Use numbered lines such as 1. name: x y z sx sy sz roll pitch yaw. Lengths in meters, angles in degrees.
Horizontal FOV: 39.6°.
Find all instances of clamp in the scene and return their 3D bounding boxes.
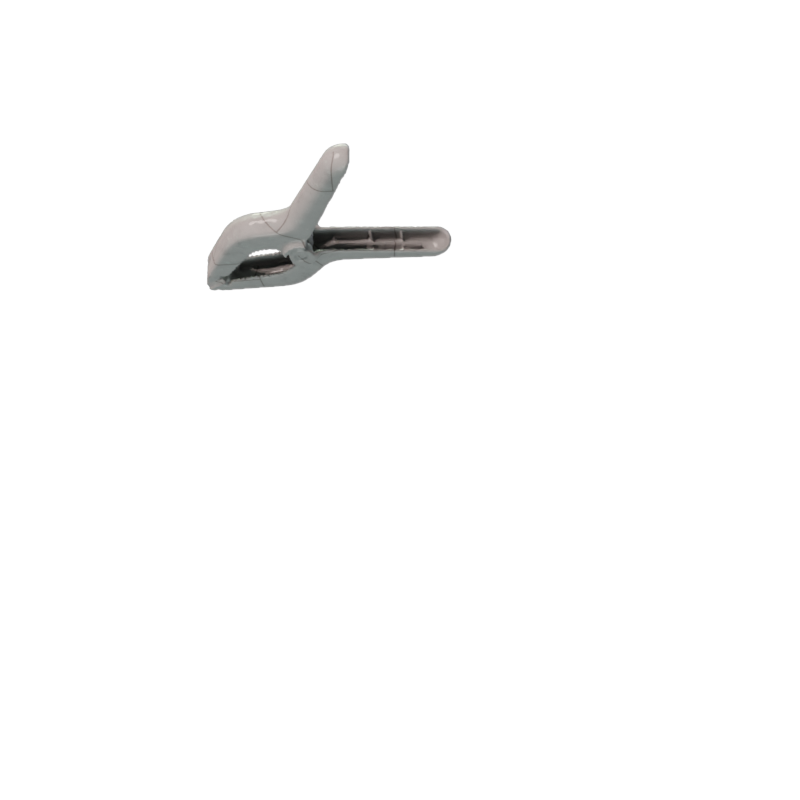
1. clamp: -0.073 -0.134 0.937 0.211 0.039 0.154 -21 -34 35
